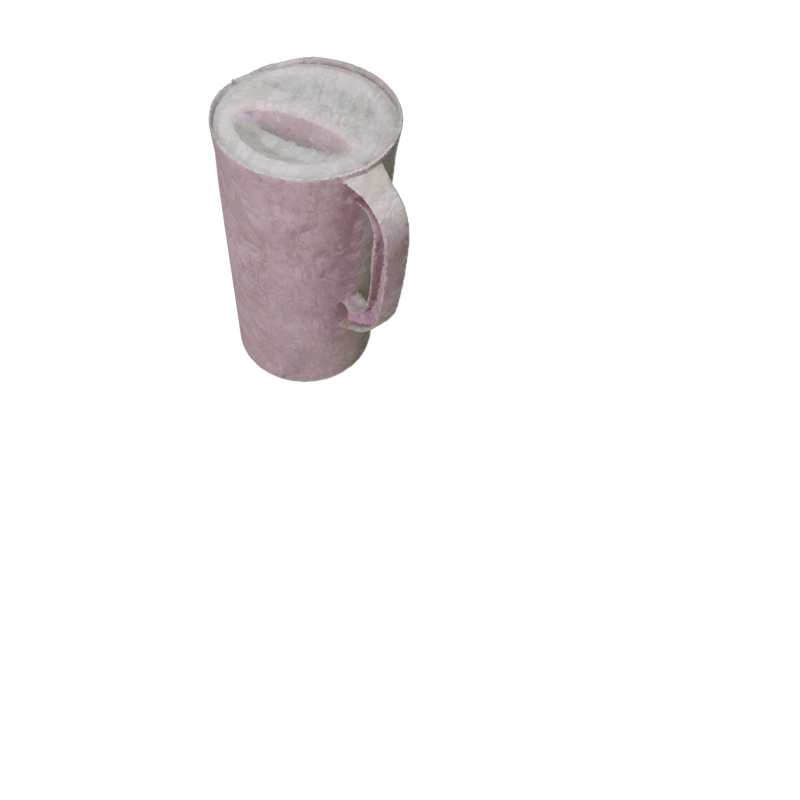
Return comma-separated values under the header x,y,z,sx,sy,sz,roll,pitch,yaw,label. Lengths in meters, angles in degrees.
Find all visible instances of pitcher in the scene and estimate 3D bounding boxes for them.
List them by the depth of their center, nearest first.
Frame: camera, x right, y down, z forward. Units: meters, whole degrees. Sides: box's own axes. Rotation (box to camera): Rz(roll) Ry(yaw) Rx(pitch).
x,y,z,sx,sy,sz,roll,pitch,yaw,label
-0.065,-0.118,0.830,0.146,0.159,0.226,6,-41,2,pitcher
